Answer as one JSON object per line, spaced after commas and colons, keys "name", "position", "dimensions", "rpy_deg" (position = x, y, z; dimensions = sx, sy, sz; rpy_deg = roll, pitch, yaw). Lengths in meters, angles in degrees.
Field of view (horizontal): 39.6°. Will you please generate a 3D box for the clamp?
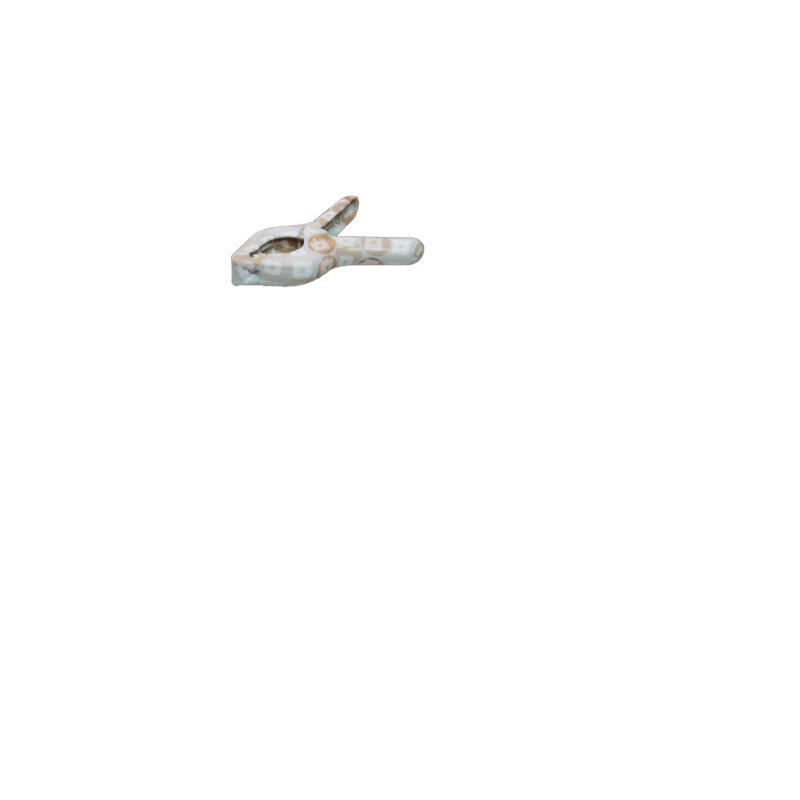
{"name": "clamp", "position": [-0.078, -0.143, 0.999], "dimensions": [0.168, 0.037, 0.129], "rpy_deg": [-12, 31, -21]}
